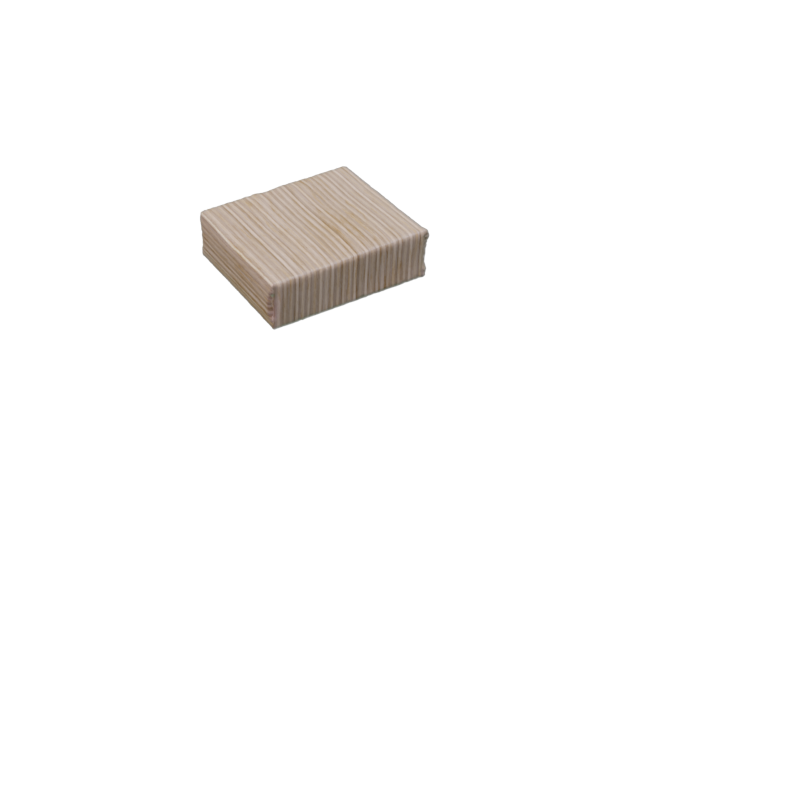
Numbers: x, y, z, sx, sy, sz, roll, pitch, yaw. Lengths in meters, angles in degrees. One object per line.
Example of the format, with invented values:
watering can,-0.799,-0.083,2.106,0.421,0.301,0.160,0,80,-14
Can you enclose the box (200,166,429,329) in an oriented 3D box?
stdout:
box,-0.042,-0.078,0.543,0.088,0.028,0.079,-22,44,-25
